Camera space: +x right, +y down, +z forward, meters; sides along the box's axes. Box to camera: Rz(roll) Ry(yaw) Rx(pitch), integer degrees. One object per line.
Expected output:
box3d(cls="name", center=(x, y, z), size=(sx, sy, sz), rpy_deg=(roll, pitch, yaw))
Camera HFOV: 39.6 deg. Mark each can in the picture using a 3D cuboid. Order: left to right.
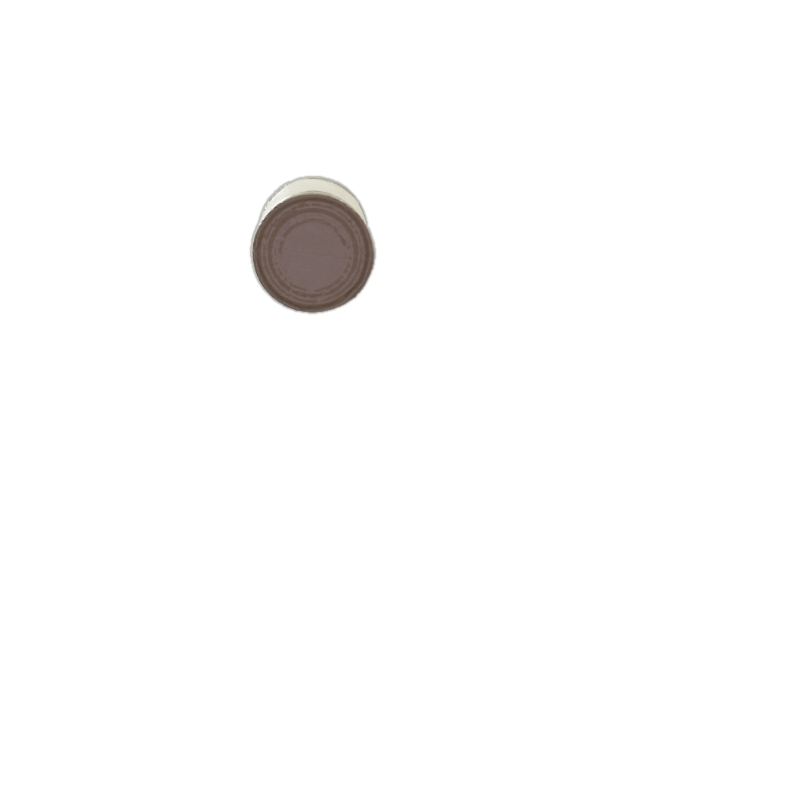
box3d(cls="can", center=(-0.050, -0.092, 0.642), size=(0.068, 0.067, 0.105), rpy_deg=(0, 13, -3))
